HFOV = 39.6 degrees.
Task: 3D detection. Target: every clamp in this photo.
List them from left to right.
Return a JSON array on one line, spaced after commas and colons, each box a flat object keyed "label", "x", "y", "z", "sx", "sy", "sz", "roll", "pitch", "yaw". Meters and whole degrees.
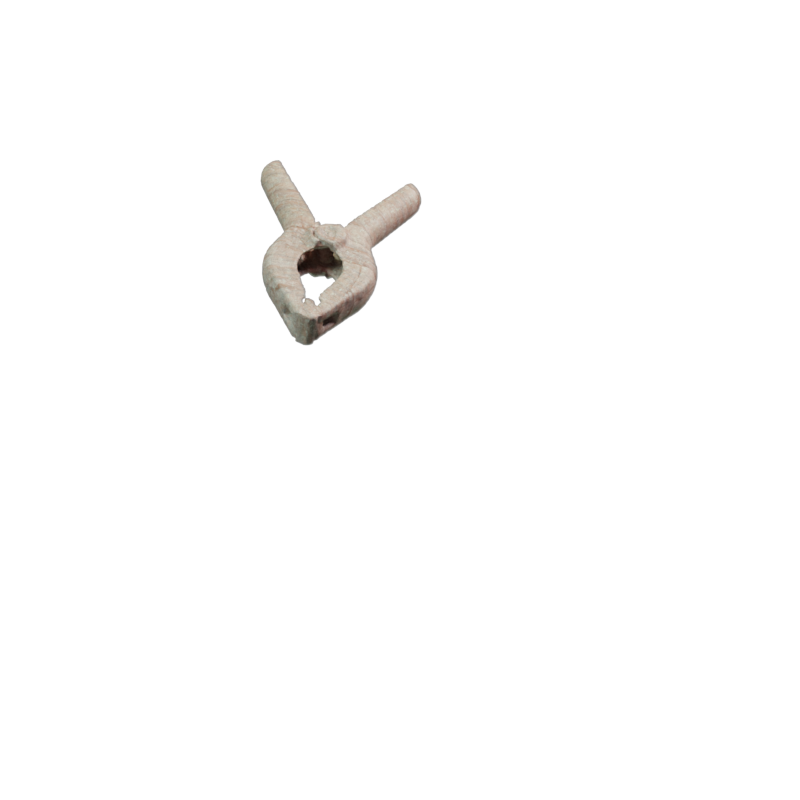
[{"label": "clamp", "x": -0.061, "y": -0.112, "z": 0.784, "sx": 0.123, "sy": 0.037, "sz": 0.180, "roll": 11, "pitch": 43, "yaw": 12}]
